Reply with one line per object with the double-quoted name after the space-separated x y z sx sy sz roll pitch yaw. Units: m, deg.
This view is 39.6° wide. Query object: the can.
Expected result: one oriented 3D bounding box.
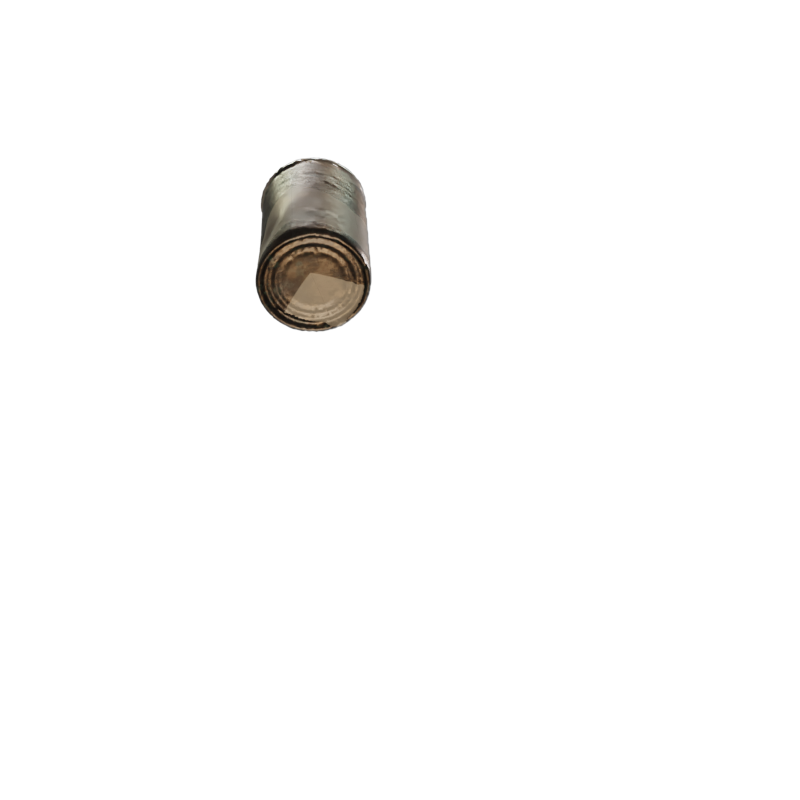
-0.053 -0.096 0.671 0.068 0.064 0.109 -1 33 -3 "can"
